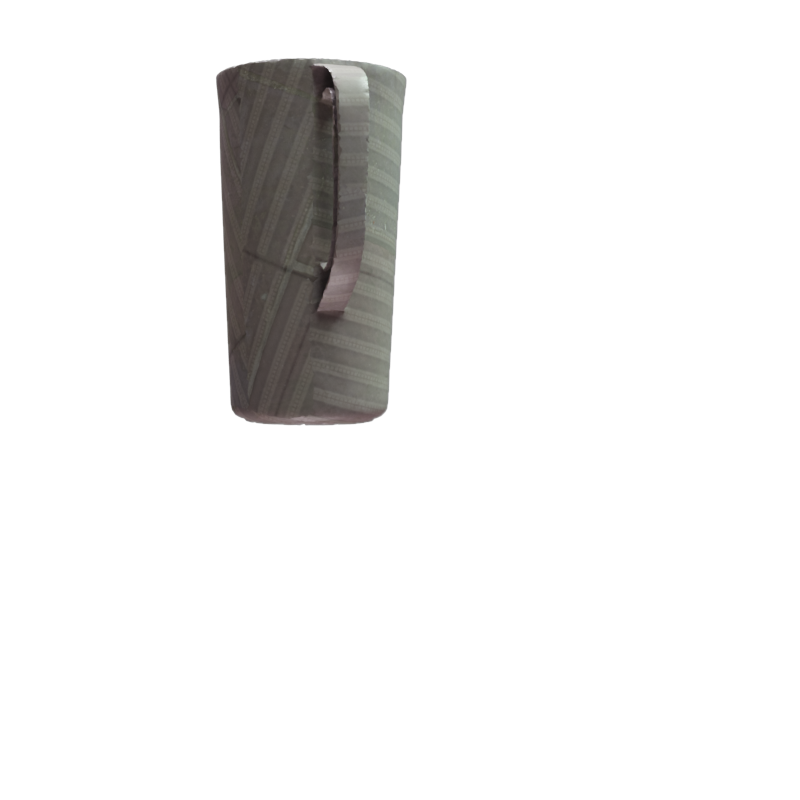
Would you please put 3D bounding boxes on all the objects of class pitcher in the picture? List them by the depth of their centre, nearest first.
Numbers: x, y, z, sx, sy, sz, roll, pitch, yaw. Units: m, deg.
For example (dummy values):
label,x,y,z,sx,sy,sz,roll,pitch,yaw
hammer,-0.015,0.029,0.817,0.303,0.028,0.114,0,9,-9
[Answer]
label,x,y,z,sx,sy,sz,roll,pitch,yaw
pitcher,-0.059,-0.108,0.756,0.149,0.245,0.144,-1,-3,27
